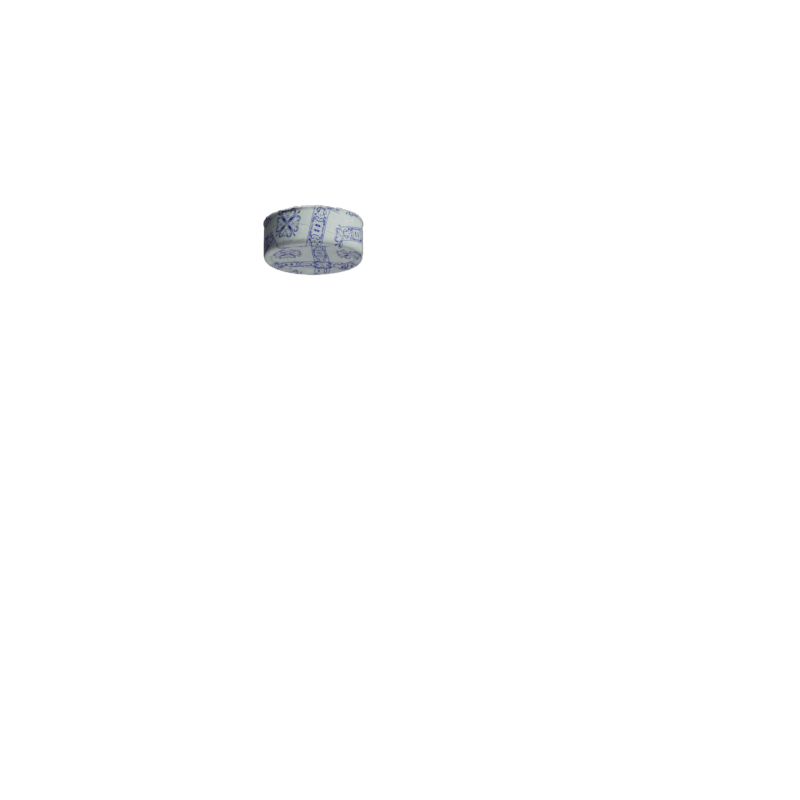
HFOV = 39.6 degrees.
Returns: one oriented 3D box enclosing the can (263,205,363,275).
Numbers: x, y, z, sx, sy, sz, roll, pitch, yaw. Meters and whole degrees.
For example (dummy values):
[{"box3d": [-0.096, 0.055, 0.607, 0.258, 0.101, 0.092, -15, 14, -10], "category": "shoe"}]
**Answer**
[{"box3d": [-0.074, -0.134, 0.939, 0.086, 0.035, 0.083, 0, -13, -2], "category": "can"}]
